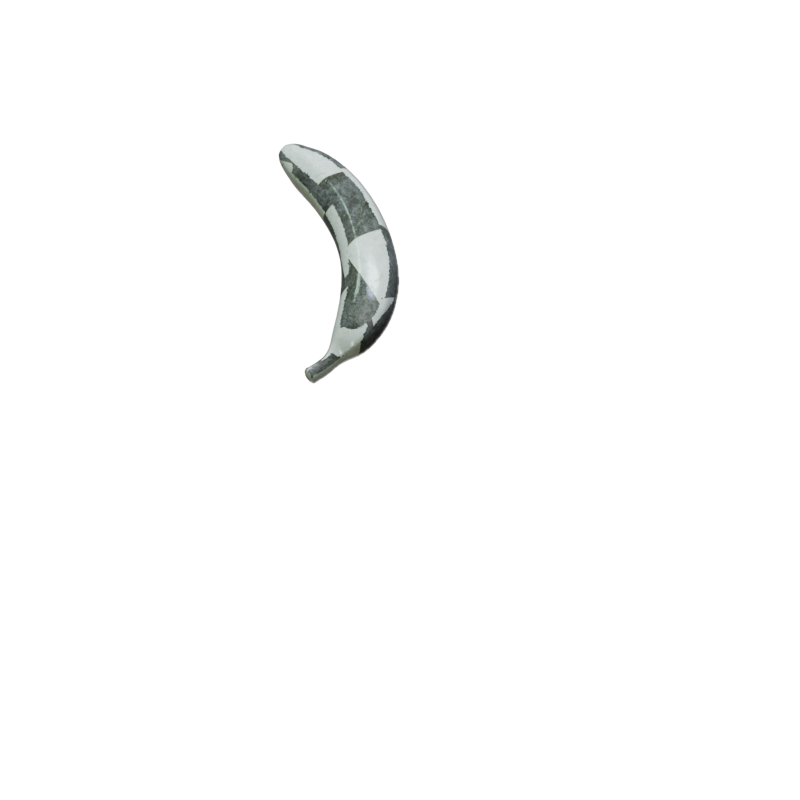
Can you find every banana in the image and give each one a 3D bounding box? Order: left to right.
[{"bbox_3d":[-0.039,-0.105,0.744,0.069,0.213,0.034,-6,-37,-5],"label":"banana"}]
